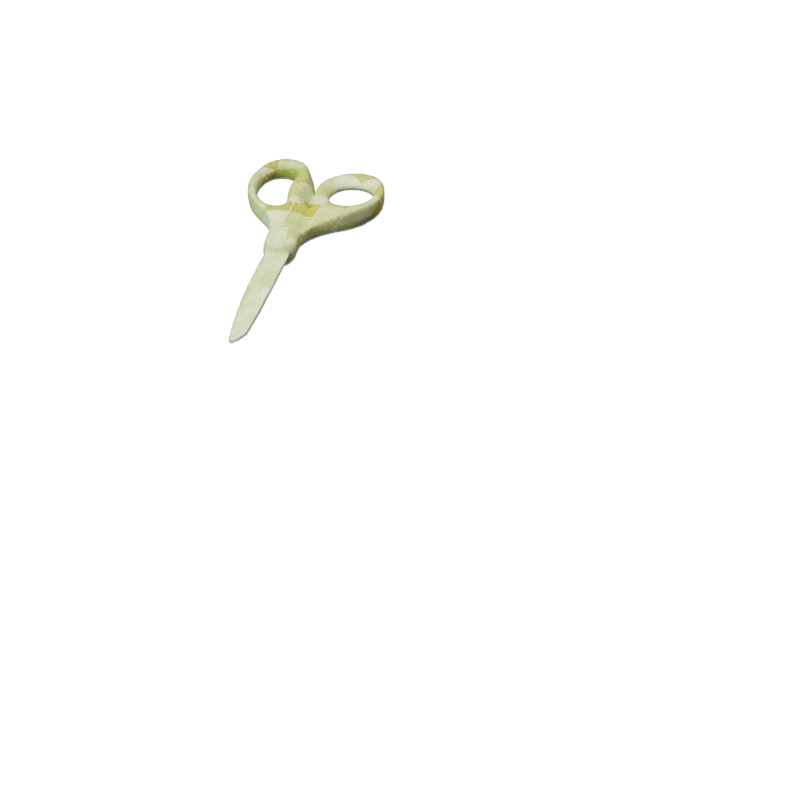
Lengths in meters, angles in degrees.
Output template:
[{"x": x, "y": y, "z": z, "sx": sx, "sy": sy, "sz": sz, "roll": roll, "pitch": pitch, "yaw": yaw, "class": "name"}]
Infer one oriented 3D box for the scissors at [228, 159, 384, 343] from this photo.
[{"x": -0.051, "y": -0.093, "z": 0.654, "sx": 0.096, "sy": 0.015, "sz": 0.216, "roll": -3, "pitch": 36, "yaw": -5, "class": "scissors"}]
